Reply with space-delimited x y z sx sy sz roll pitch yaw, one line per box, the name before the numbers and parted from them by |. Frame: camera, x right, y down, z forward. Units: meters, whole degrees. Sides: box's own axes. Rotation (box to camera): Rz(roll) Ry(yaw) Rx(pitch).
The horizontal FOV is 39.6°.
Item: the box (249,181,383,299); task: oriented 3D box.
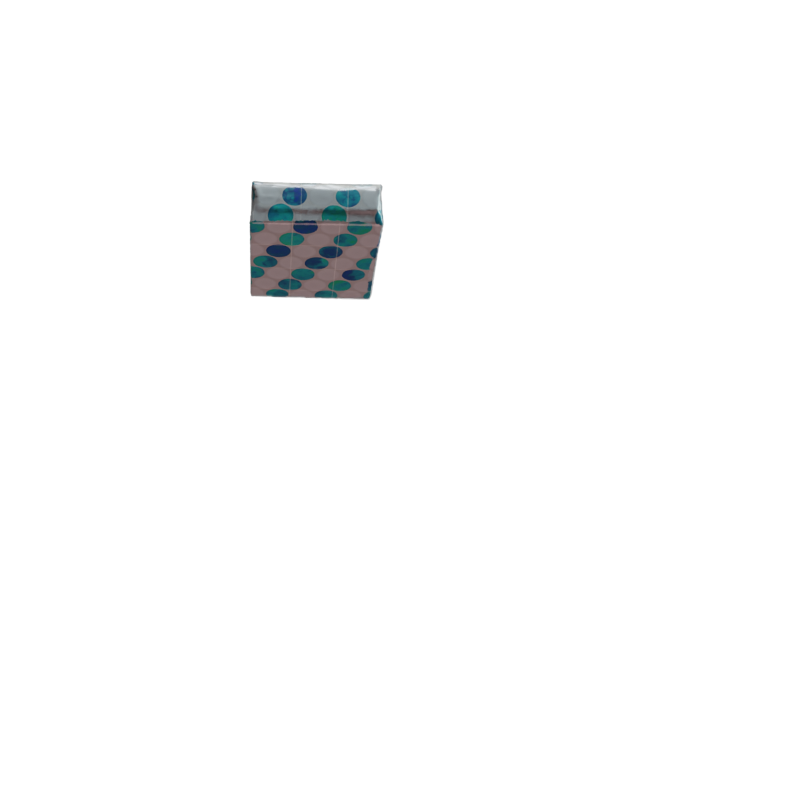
box | -0.050 -0.091 0.638 0.073 0.032 0.084 2 -26 -4
